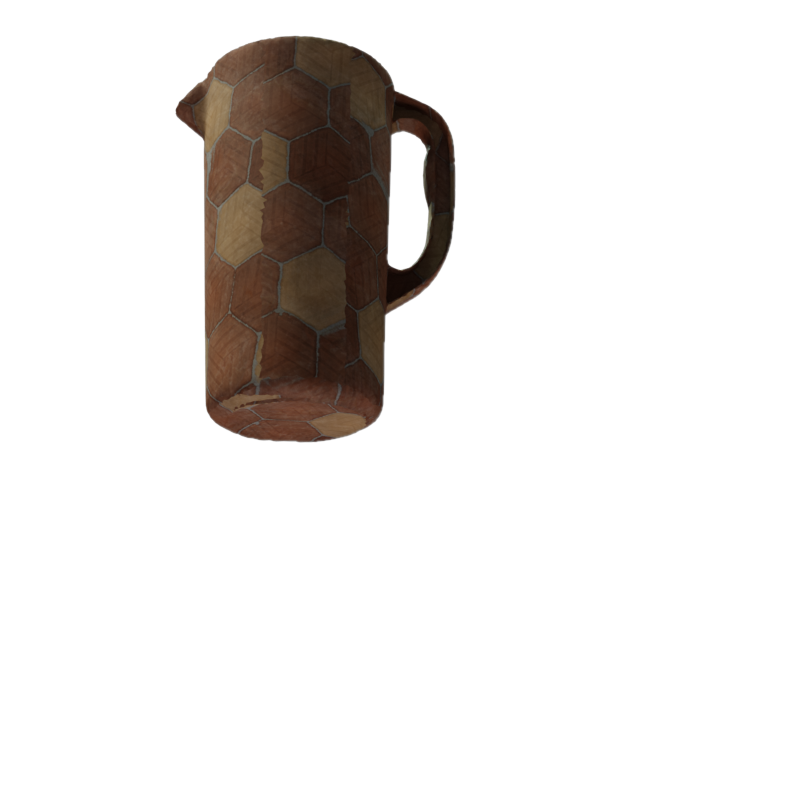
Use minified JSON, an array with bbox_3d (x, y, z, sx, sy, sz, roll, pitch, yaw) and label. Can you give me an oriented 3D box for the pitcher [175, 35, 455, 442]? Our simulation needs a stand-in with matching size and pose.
[{"bbox_3d":[-0.056,-0.103,0.719,0.151,0.256,0.135,-17,-28,33],"label":"pitcher"}]
